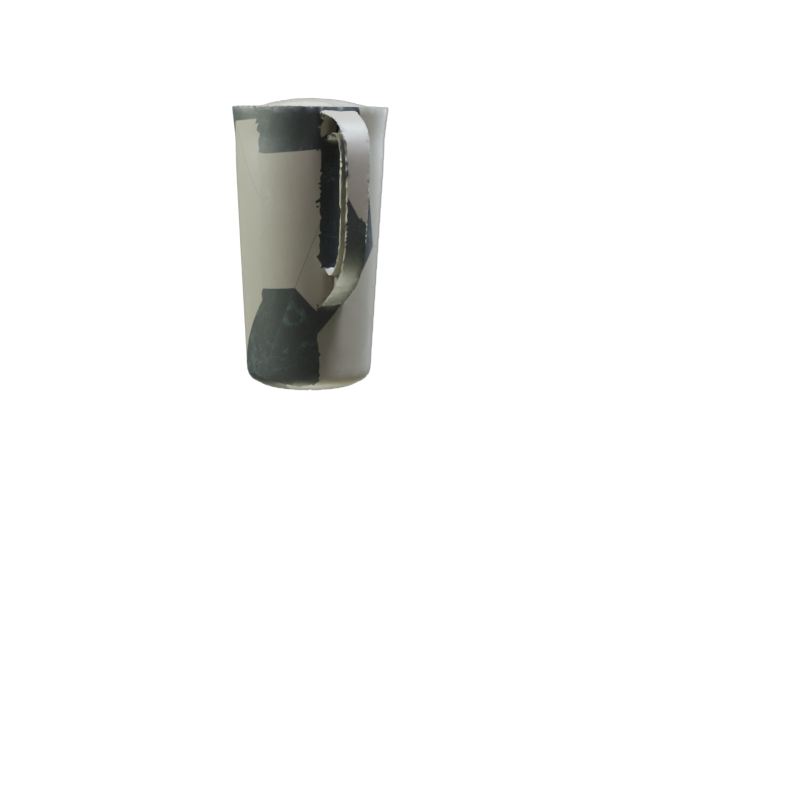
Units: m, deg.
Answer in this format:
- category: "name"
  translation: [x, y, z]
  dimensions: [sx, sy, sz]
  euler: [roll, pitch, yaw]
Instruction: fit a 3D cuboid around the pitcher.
- category: "pitcher"
  translation: [-0.074, -0.135, 0.944]
  dimensions: [0.149, 0.239, 0.147]
  euler: [3, 8, 20]
